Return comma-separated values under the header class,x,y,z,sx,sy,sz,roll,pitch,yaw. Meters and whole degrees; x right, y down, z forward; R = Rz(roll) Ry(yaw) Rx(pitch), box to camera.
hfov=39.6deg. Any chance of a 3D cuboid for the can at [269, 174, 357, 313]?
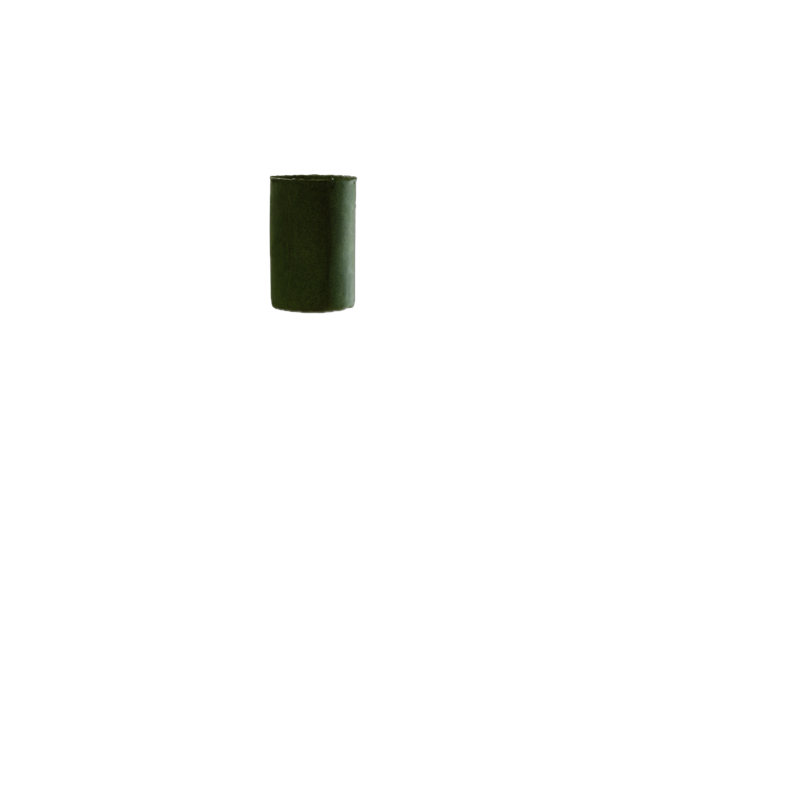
class,x,y,z,sx,sy,sz,roll,pitch,yaw
can,-0.068,-0.123,0.863,0.068,0.100,0.070,0,9,-2
